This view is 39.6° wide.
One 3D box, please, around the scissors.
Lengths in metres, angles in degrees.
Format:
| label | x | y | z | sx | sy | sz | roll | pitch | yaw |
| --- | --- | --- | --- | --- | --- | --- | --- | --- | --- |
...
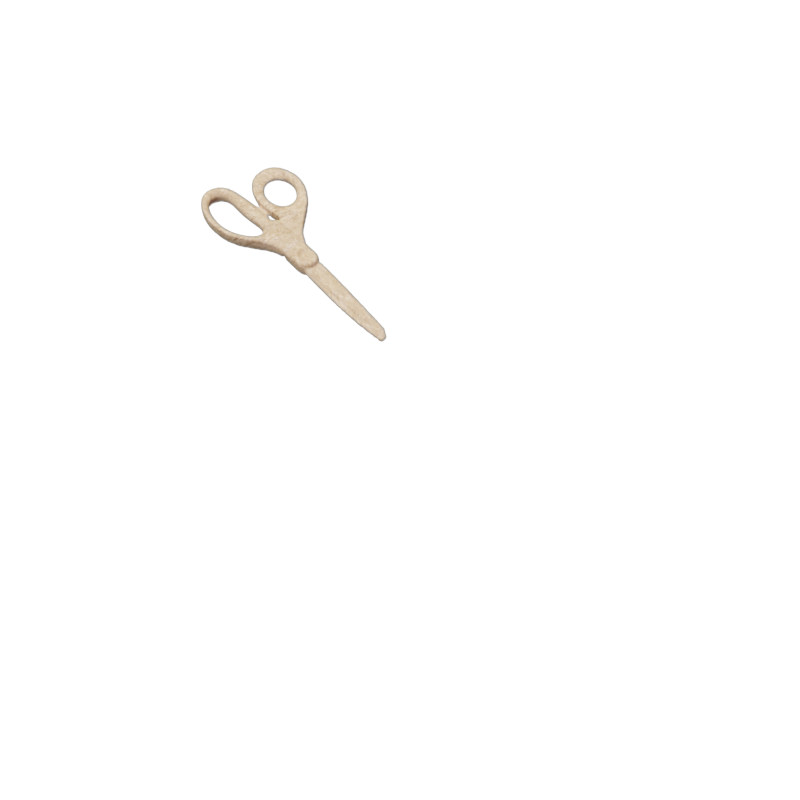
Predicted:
| label | x | y | z | sx | sy | sz | roll | pitch | yaw |
| --- | --- | --- | --- | --- | --- | --- | --- | --- | --- |
| scissors | -0.070 | -0.127 | 0.891 | 0.212 | 0.098 | 0.015 | 31 | -32 | 21 |
